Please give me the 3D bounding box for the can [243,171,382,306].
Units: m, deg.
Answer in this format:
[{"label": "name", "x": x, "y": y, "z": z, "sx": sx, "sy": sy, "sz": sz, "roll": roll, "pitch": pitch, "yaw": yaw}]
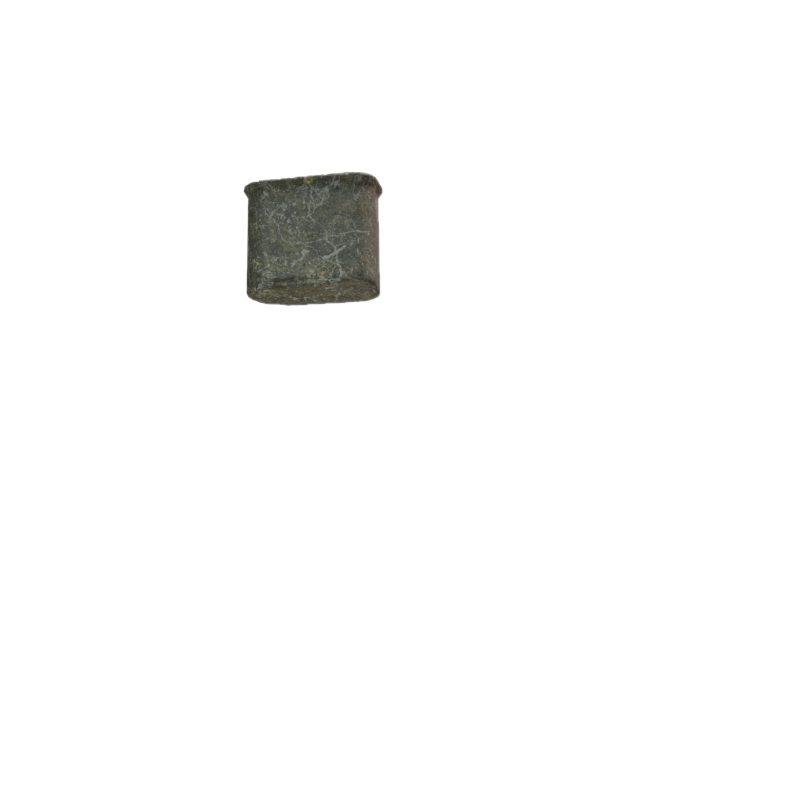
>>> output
[{"label": "can", "x": -0.064, "y": -0.117, "z": 0.820, "sx": 0.103, "sy": 0.087, "sz": 0.054, "roll": -3, "pitch": -15, "yaw": 12}]
